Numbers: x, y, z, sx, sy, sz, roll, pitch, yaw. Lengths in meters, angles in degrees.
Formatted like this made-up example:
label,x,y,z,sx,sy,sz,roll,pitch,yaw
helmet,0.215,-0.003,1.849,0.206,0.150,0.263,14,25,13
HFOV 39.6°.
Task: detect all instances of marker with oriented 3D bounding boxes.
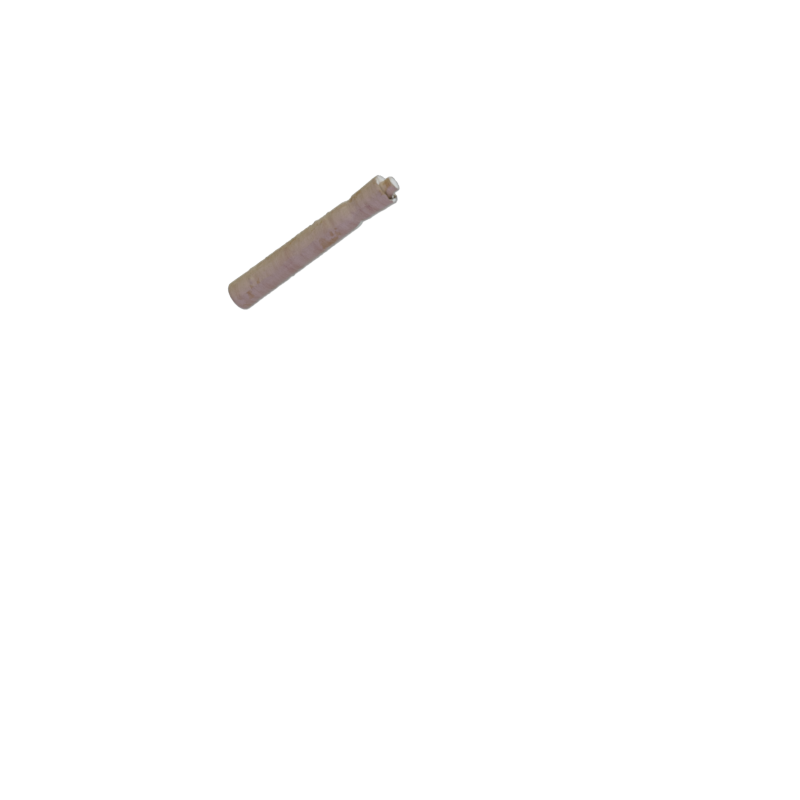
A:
label,x,y,z,sx,sy,sz,roll,pitch,yaw
marker,-0.049,-0.090,0.632,0.120,0.020,0.019,-32,-11,24
